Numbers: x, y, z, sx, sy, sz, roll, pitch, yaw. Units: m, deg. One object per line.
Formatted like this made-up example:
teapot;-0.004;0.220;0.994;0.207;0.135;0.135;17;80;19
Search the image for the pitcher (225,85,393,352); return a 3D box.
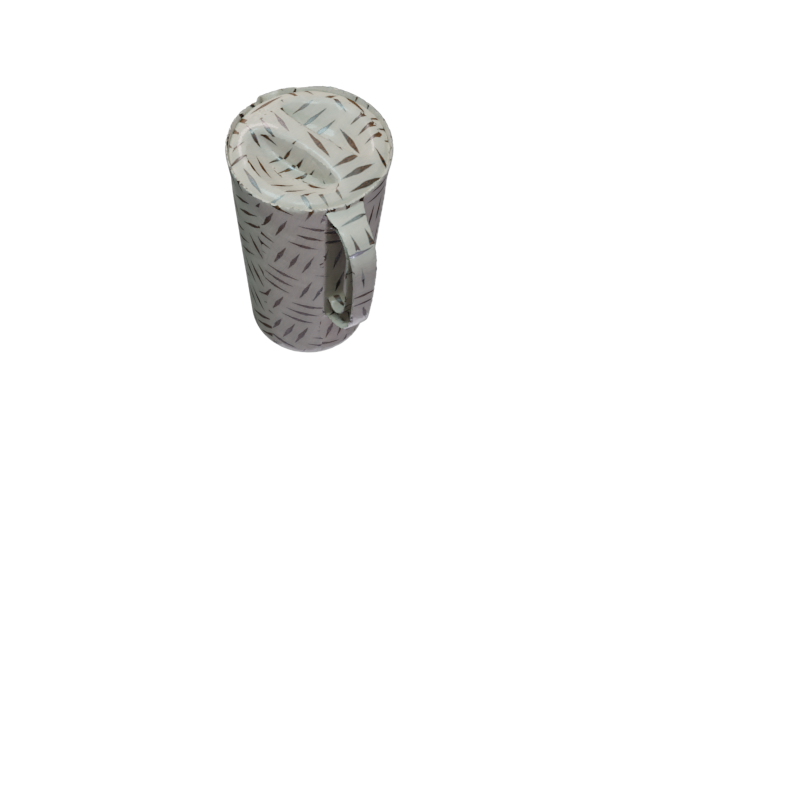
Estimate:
pitcher;-0.075;-0.137;0.959;0.148;0.156;0.228;16;-32;7
